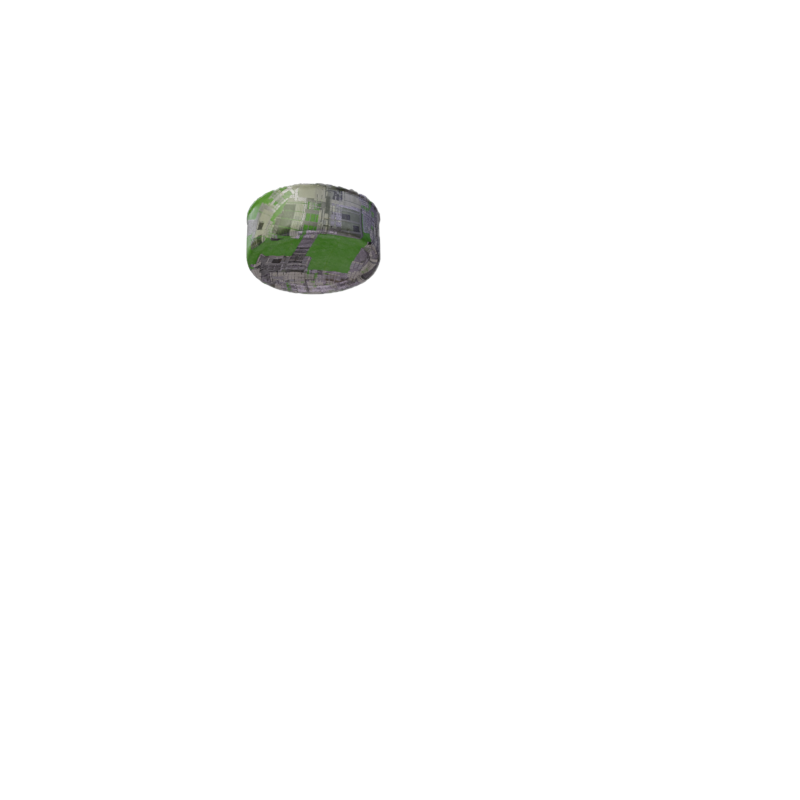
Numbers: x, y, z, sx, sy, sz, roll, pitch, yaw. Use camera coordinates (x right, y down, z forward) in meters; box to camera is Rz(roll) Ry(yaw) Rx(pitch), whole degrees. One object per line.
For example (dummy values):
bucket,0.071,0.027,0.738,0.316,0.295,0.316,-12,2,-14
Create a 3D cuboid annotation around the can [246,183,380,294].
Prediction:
can,-0.055,-0.100,0.702,0.086,0.036,0.081,1,-25,-2
